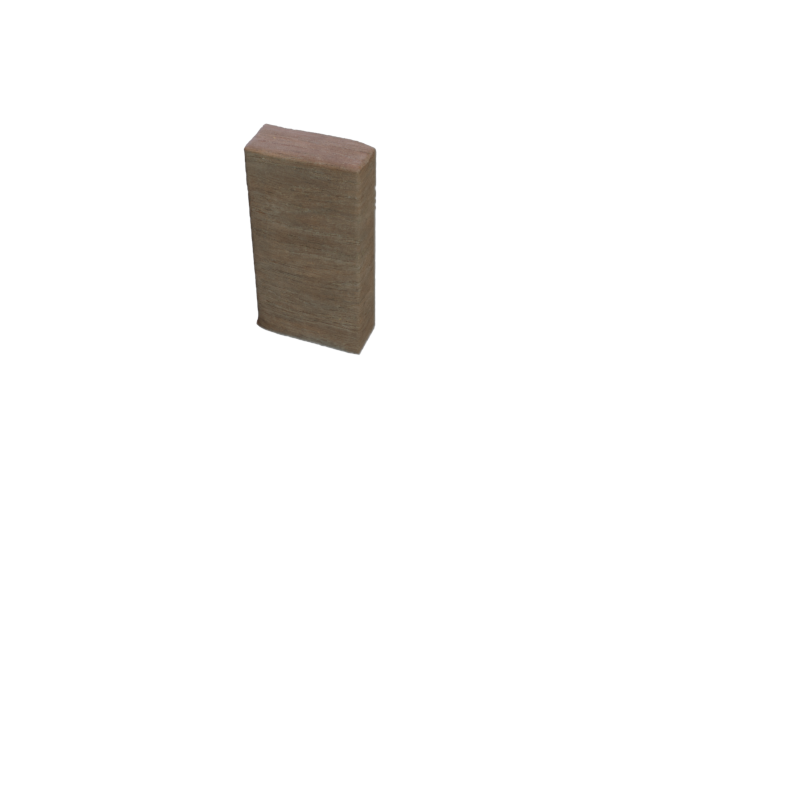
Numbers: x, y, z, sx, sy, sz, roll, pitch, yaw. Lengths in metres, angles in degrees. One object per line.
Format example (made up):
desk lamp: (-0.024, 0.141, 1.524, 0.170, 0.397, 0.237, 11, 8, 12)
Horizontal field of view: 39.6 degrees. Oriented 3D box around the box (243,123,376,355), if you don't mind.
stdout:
box: (-0.067, -0.122, 0.856, 0.096, 0.165, 0.050, 16, 40, 16)
